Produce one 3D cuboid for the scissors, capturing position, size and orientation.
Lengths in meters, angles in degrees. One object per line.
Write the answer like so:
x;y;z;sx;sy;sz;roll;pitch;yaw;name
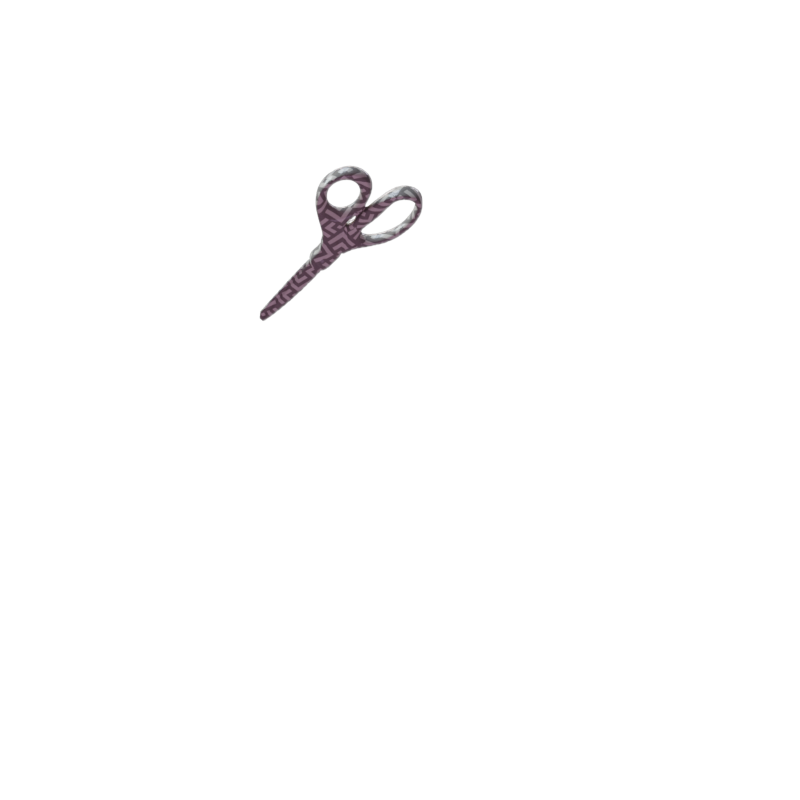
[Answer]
-0.074;-0.135;0.944;0.202;0.017;0.090;-27;-48;27;scissors
